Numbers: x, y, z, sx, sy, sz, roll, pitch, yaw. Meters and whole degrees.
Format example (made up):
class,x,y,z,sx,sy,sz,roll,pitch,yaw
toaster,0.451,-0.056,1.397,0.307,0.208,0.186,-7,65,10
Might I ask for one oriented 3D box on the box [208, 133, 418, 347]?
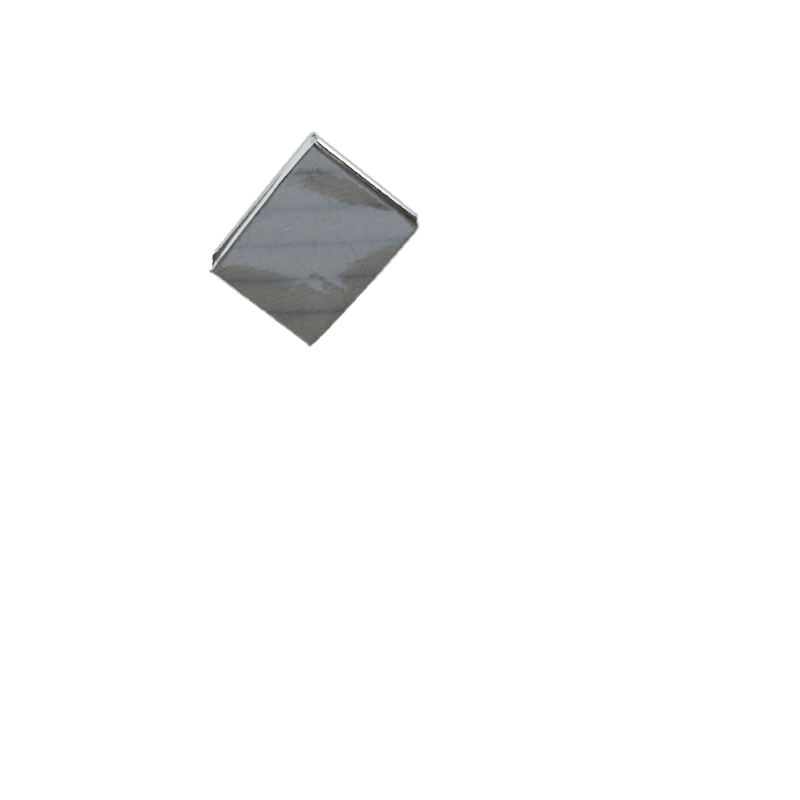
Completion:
class,x,y,z,sx,sy,sz,roll,pitch,yaw
box,-0.057,-0.104,0.731,0.087,0.112,0.040,39,13,-12
